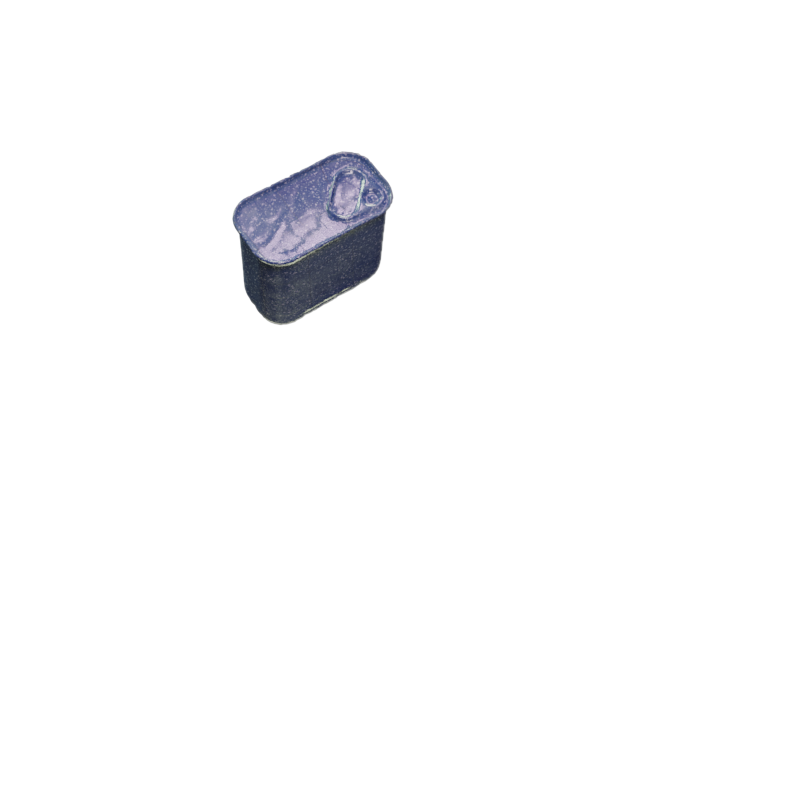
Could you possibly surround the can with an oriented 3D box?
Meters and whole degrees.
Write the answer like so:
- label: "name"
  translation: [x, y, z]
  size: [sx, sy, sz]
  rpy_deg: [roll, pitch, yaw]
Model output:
- label: "can"
  translation: [-0.058, -0.106, 0.739]
  size: [0.102, 0.061, 0.079]
  rpy_deg: [-30, -24, -18]
